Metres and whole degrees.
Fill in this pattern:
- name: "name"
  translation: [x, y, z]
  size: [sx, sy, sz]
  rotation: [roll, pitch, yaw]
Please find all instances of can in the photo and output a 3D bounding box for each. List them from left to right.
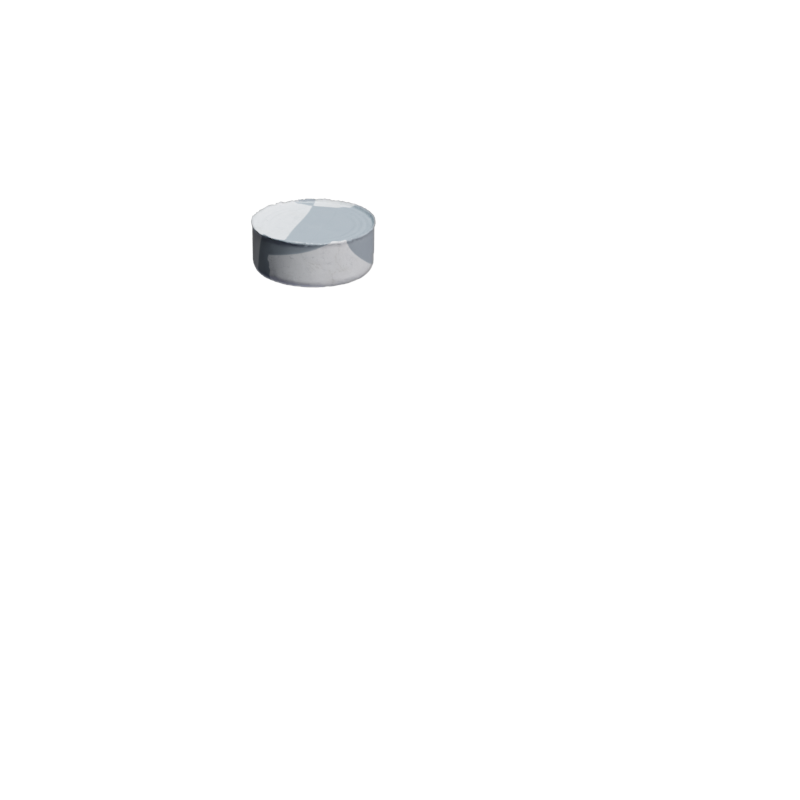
- name: "can"
  translation: [-0.060, -0.110, 0.768]
  size: [0.086, 0.032, 0.091]
  rotation: [-1, 28, -2]
